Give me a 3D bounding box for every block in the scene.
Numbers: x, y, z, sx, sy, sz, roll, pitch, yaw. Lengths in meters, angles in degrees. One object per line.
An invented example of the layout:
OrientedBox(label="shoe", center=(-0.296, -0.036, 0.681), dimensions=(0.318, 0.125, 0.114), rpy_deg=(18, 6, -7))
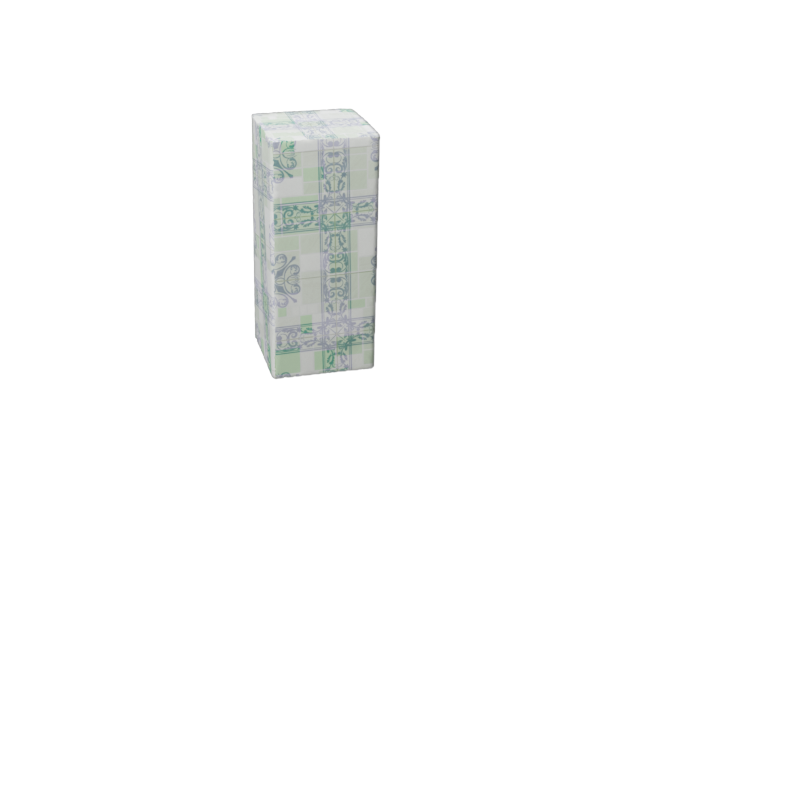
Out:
OrientedBox(label="block", center=(-0.073, -0.134, 0.938), dimensions=(0.089, 0.196, 0.096), rpy_deg=(-5, 25, -15))
